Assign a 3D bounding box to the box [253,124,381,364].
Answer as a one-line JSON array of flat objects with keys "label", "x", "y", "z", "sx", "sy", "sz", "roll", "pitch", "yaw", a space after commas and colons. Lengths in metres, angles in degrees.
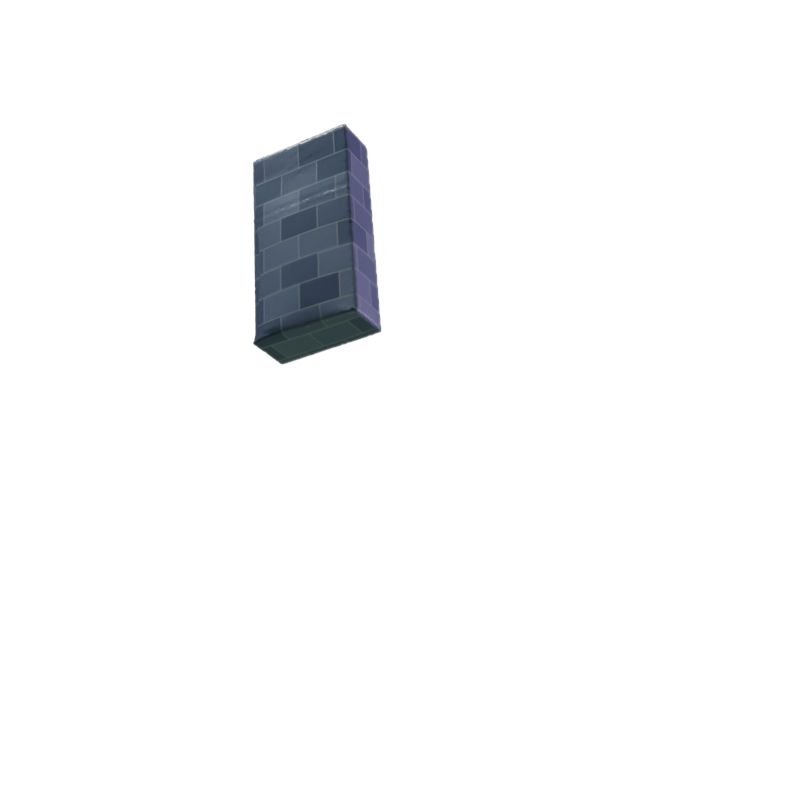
[{"label": "box", "x": -0.068, "y": -0.124, "z": 0.872, "sx": 0.094, "sy": 0.188, "sz": 0.044, "roll": -18, "pitch": -36, "yaw": 24}]
